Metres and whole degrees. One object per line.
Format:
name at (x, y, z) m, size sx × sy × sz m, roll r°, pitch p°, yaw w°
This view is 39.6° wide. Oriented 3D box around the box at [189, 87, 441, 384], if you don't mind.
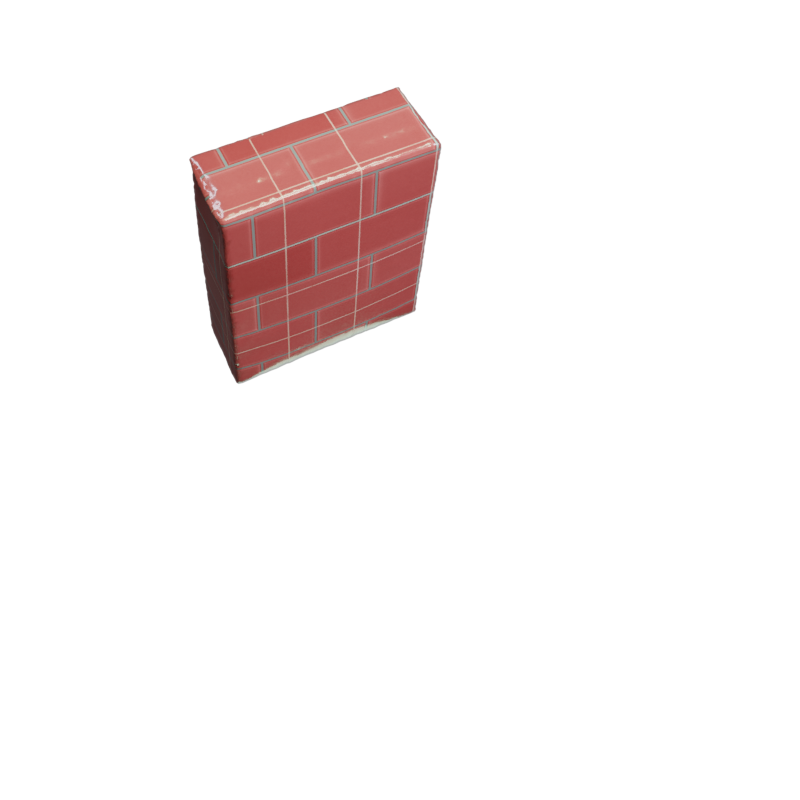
box at (-0.065, -0.119, 0.830) m, size 0.163 × 0.077 × 0.200 m, roll -22°, pitch -28°, yaw -16°
